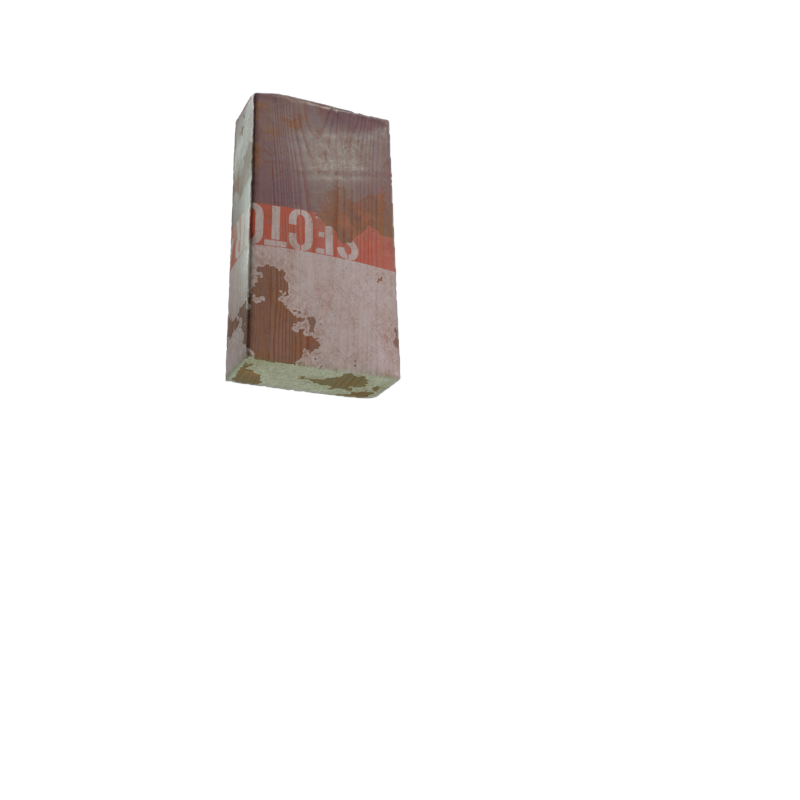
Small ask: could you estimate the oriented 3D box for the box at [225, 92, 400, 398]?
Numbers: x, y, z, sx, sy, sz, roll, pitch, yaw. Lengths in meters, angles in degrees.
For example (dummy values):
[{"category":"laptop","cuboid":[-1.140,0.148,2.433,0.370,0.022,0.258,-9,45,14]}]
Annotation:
[{"category":"box","cuboid":[-0.051,-0.093,0.652,0.090,0.186,0.047,8,-27,-21]}]
